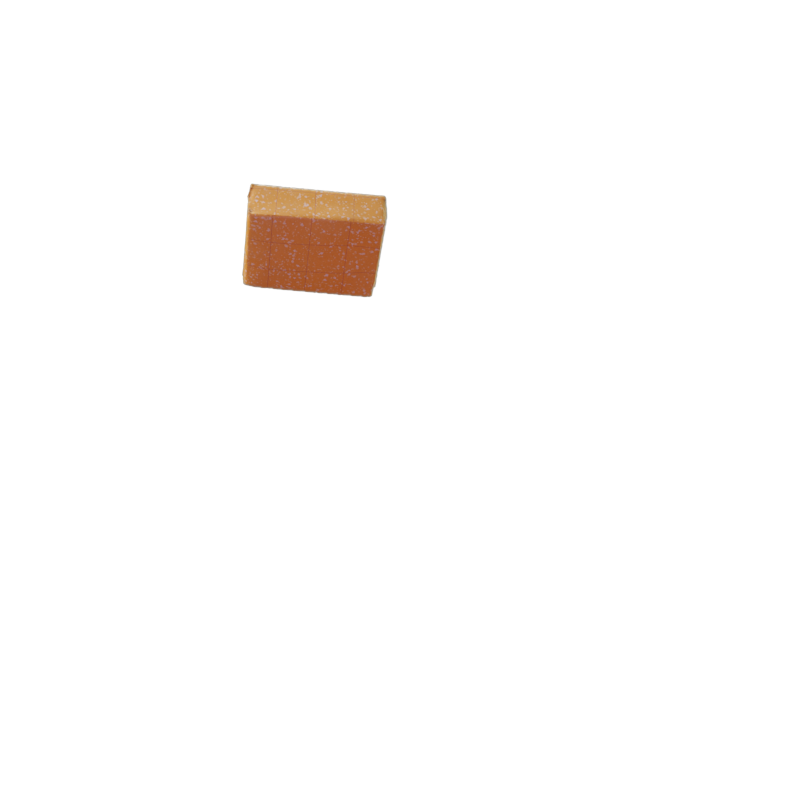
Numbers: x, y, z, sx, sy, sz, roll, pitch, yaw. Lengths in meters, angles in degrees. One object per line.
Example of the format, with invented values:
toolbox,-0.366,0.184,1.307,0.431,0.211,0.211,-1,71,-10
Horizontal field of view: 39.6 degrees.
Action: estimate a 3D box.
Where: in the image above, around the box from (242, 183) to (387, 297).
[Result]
box,-0.071,-0.130,0.912,0.113,0.042,0.084,4,-41,-5
